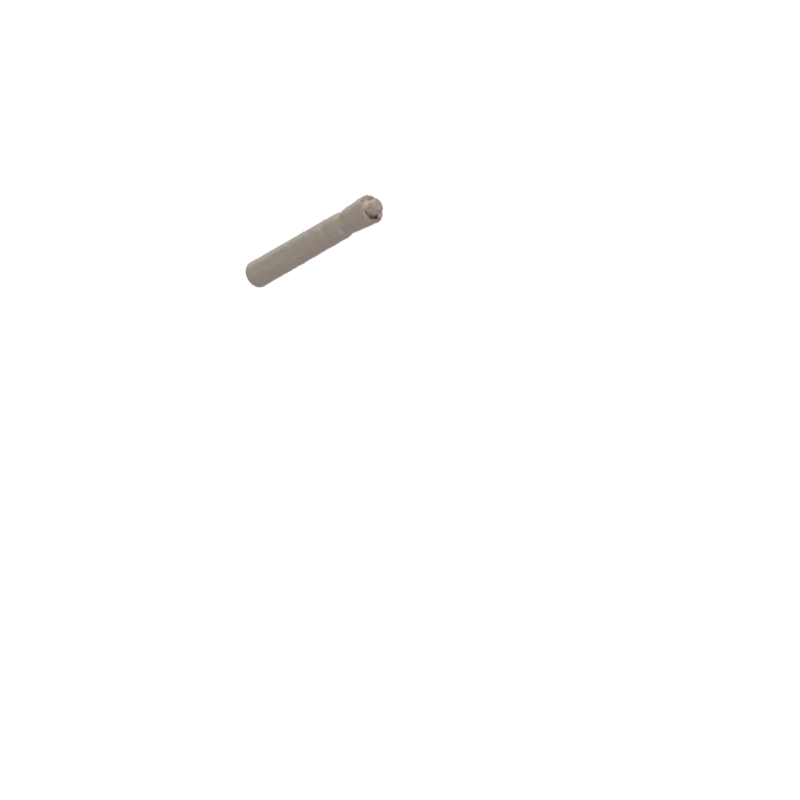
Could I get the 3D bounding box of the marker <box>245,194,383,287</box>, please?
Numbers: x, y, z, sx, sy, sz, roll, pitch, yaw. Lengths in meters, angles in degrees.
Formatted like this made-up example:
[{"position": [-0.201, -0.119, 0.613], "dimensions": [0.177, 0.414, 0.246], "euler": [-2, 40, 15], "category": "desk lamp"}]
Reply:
[{"position": [-0.056, -0.102, 0.713], "dimensions": [0.121, 0.020, 0.019], "euler": [-22, -12, 42], "category": "marker"}]
